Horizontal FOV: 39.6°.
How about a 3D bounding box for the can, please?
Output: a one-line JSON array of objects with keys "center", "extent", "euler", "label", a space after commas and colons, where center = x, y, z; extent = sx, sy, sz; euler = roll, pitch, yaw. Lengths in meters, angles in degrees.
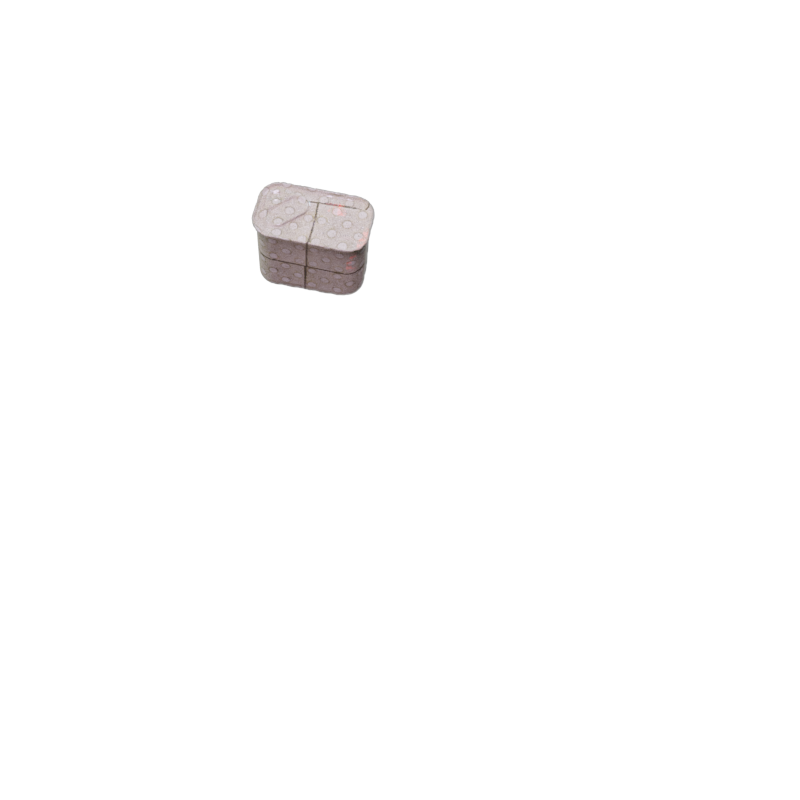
[{"center": [-0.077, -0.139, 0.976], "extent": [0.103, 0.060, 0.079], "euler": [12, -28, 5], "label": "can"}]
